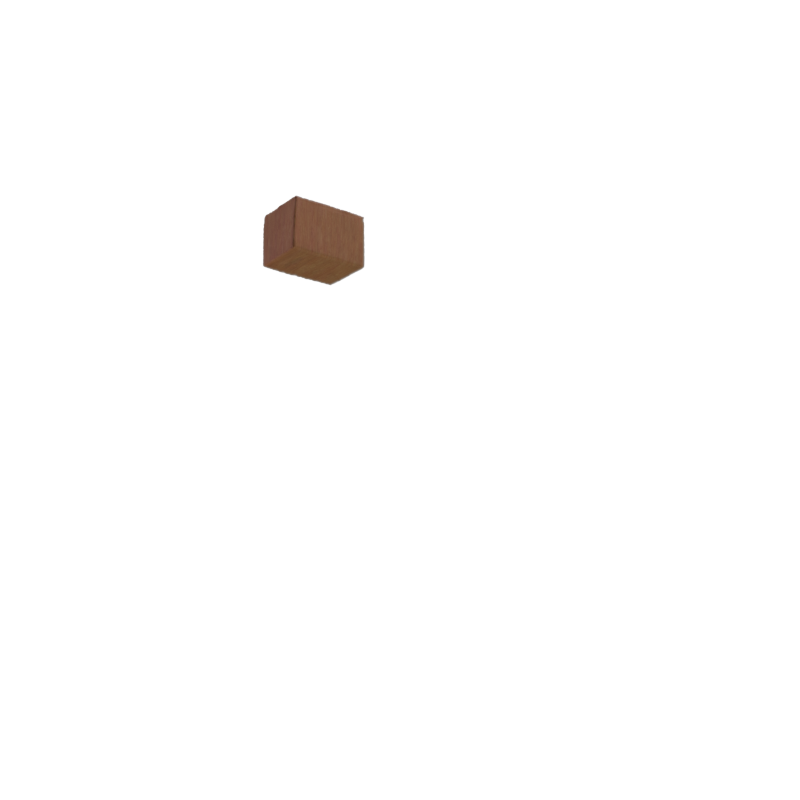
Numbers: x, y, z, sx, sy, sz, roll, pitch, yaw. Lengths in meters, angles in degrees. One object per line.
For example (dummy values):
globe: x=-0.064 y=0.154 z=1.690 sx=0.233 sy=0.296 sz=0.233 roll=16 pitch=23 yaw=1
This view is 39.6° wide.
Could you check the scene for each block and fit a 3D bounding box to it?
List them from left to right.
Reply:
block: x=-0.078 y=-0.142 z=0.992 sx=0.074 sy=0.054 sz=0.053 roll=14 pitch=-25 yaw=-35
